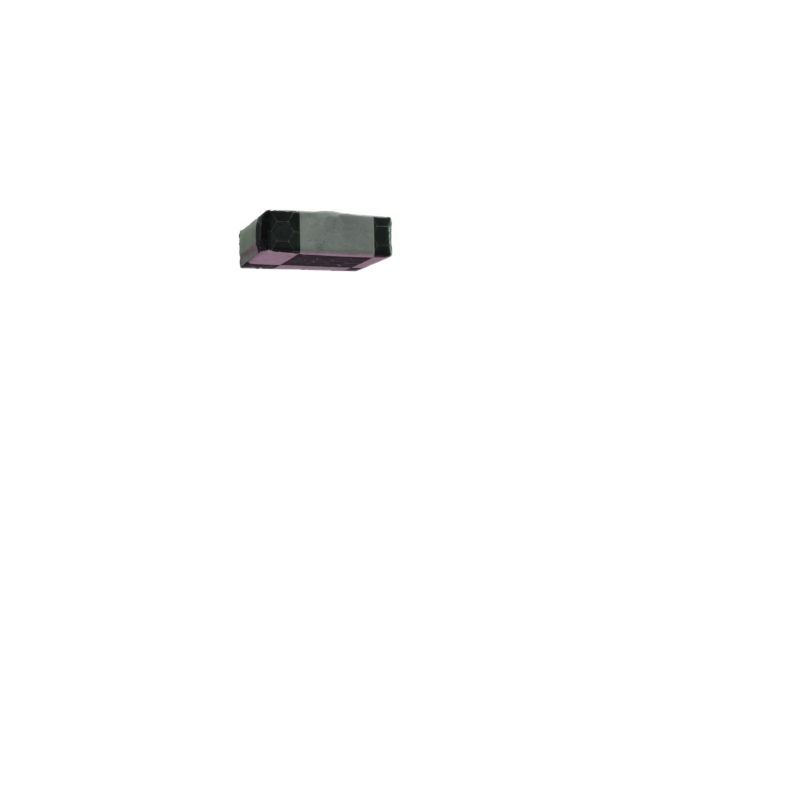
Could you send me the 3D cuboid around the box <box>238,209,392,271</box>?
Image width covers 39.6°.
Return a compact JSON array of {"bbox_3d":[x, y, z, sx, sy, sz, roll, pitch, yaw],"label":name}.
[{"bbox_3d":[-0.059,-0.107,0.750,0.087,0.031,0.074,1,-4,-18],"label":"box"}]
